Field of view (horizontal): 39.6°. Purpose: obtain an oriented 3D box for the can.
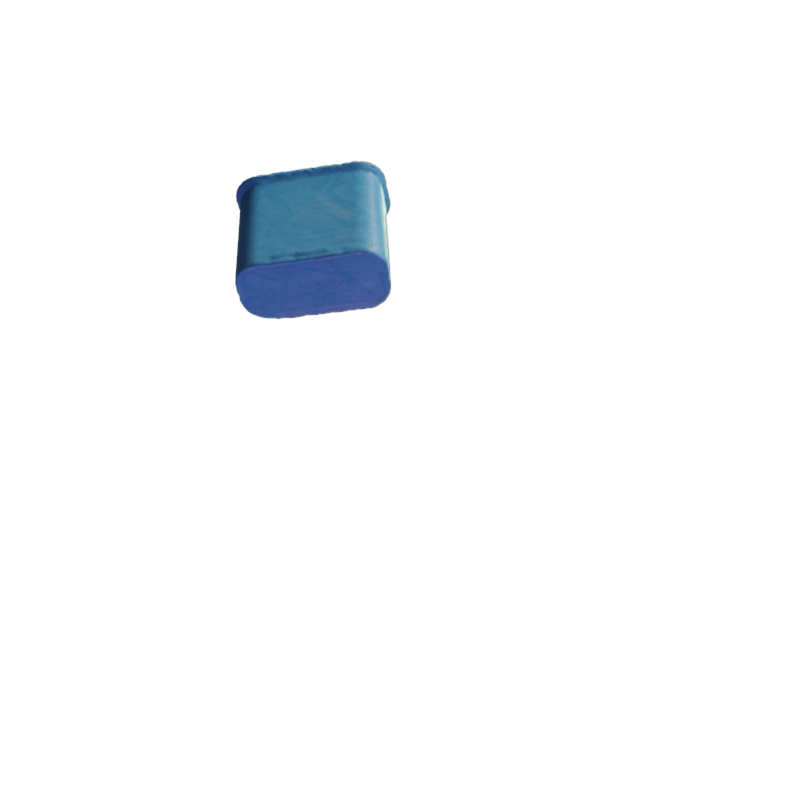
[{"bbox_3d":[-0.056,-0.103,0.719,0.102,0.090,0.053,-7,-43,6],"label":"can"}]
